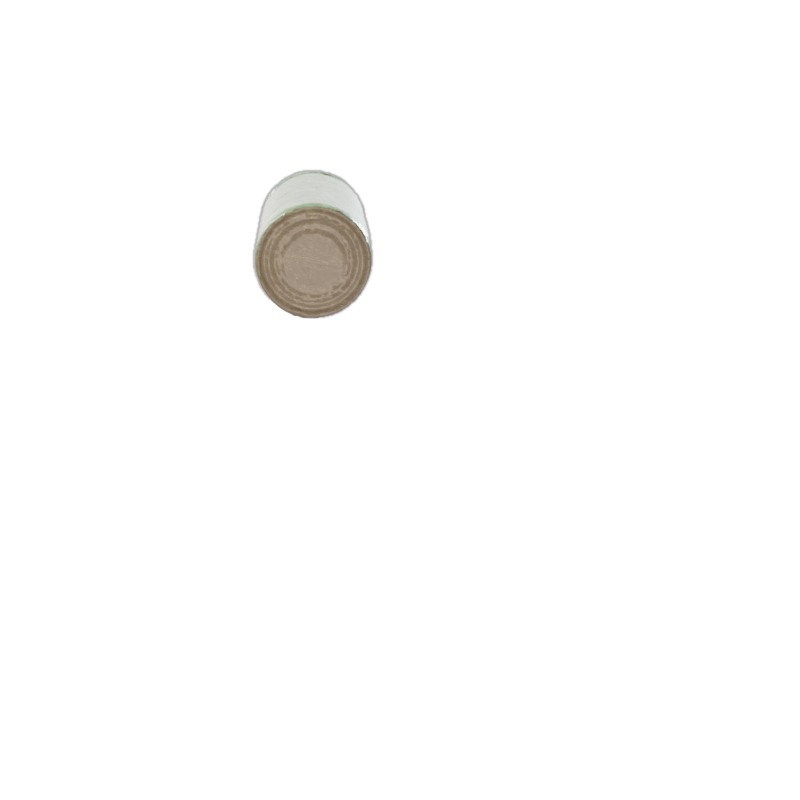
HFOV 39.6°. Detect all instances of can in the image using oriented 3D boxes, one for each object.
[{"bbox_3d":[-0.052,-0.095,0.664,0.068,0.066,0.106,0,19,-3],"label":"can"}]
